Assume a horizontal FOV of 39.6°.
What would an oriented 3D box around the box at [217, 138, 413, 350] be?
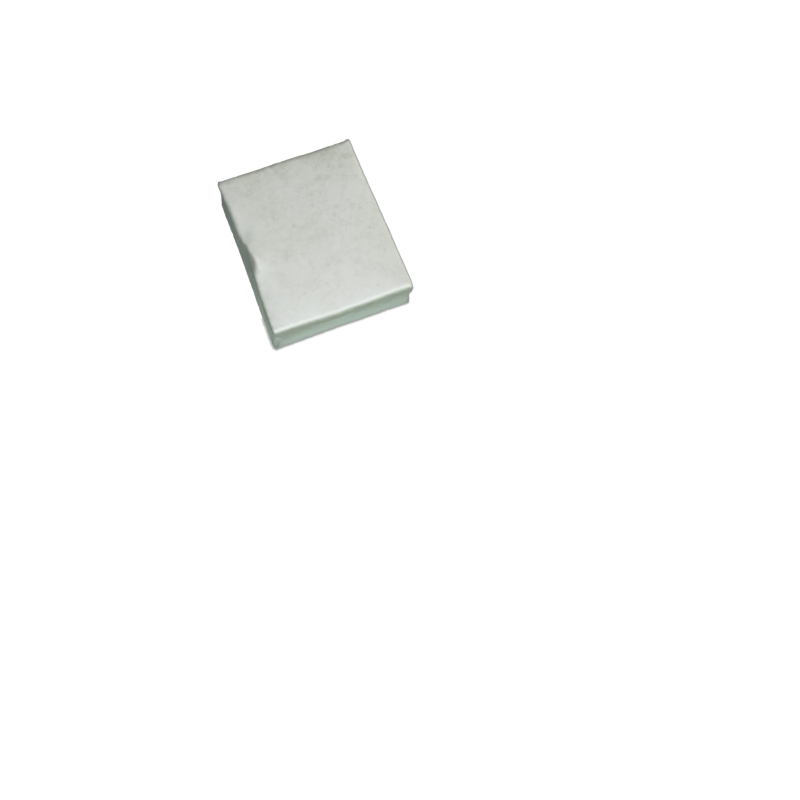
[{"bbox_3d":[-0.044,-0.080,0.559,0.073,0.094,0.029,-19,-19,-8],"label":"box"}]
